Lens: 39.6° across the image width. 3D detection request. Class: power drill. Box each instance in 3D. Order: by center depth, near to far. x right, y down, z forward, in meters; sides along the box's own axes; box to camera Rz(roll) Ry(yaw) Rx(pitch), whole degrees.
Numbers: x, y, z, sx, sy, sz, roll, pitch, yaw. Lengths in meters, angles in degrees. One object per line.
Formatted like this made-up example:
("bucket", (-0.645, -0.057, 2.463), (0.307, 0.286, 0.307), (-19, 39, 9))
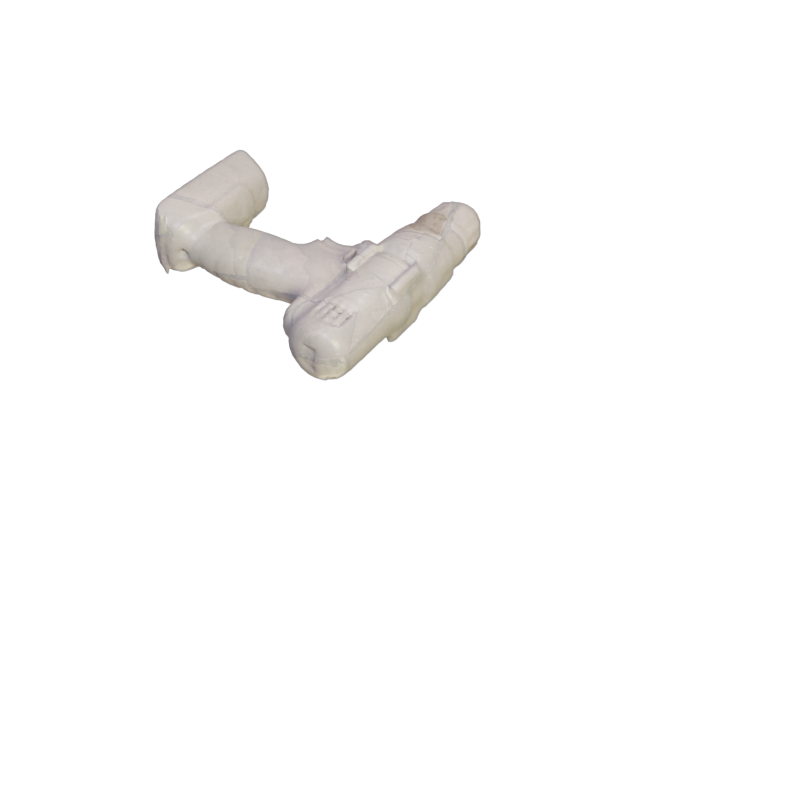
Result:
("power drill", (-0.060, -0.109, 0.761), (0.198, 0.053, 0.187), (25, 47, 26))
